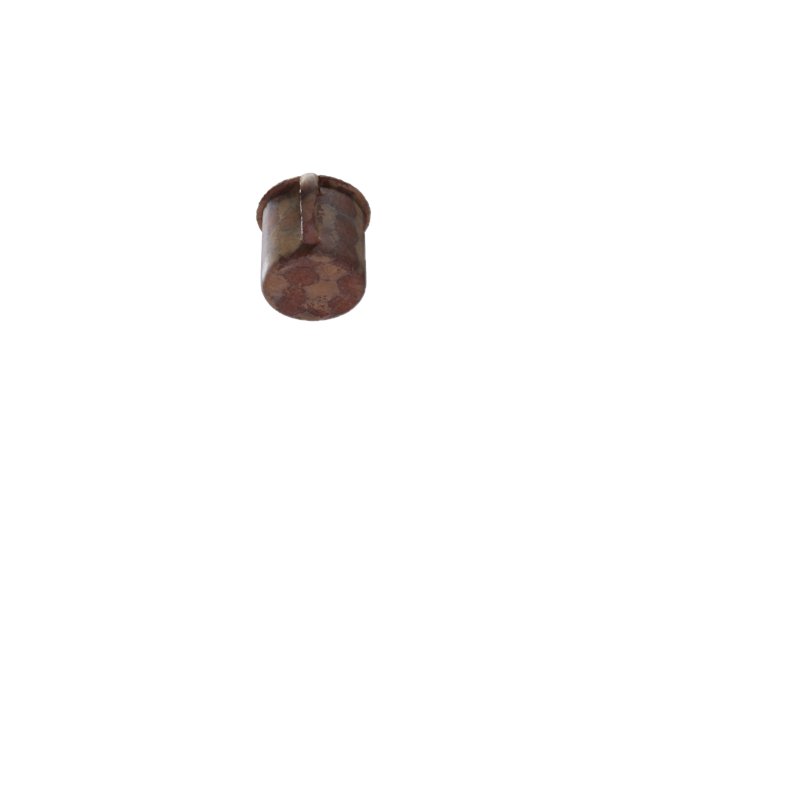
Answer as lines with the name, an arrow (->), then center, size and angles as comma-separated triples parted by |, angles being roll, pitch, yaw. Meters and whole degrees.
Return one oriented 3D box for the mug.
mug -> -0.068, -0.123, 0.862 | 0.093, 0.087, 0.109 | 0, -38, -2
